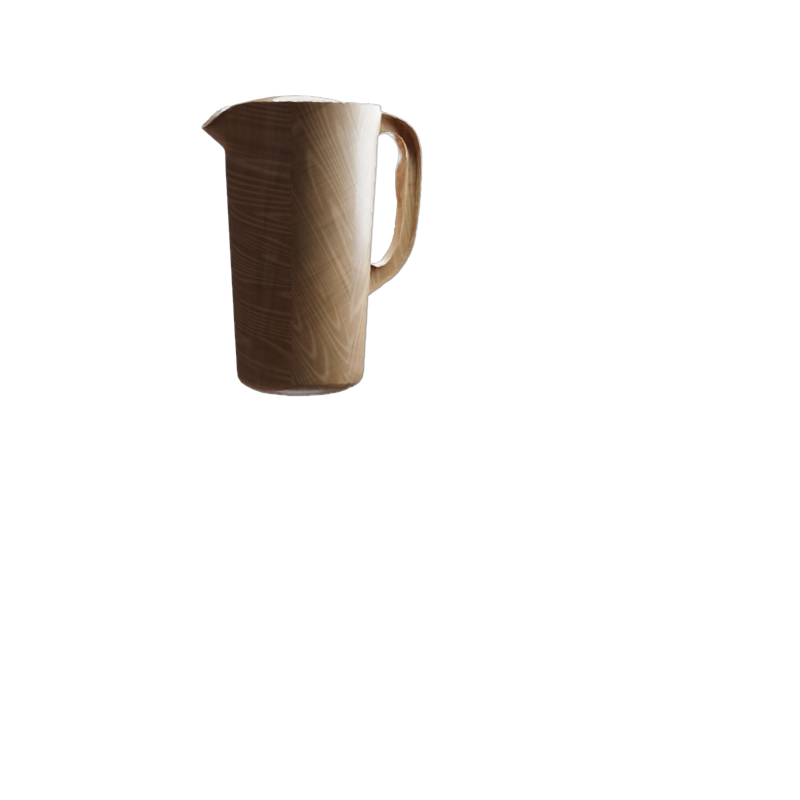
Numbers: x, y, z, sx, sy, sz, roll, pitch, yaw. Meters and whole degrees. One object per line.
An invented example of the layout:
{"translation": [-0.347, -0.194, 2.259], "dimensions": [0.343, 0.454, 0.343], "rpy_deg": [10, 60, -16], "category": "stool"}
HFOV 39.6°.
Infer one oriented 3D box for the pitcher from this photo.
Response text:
{"translation": [-0.073, -0.133, 0.932], "dimensions": [0.154, 0.240, 0.142], "rpy_deg": [4, 8, 24], "category": "pitcher"}
